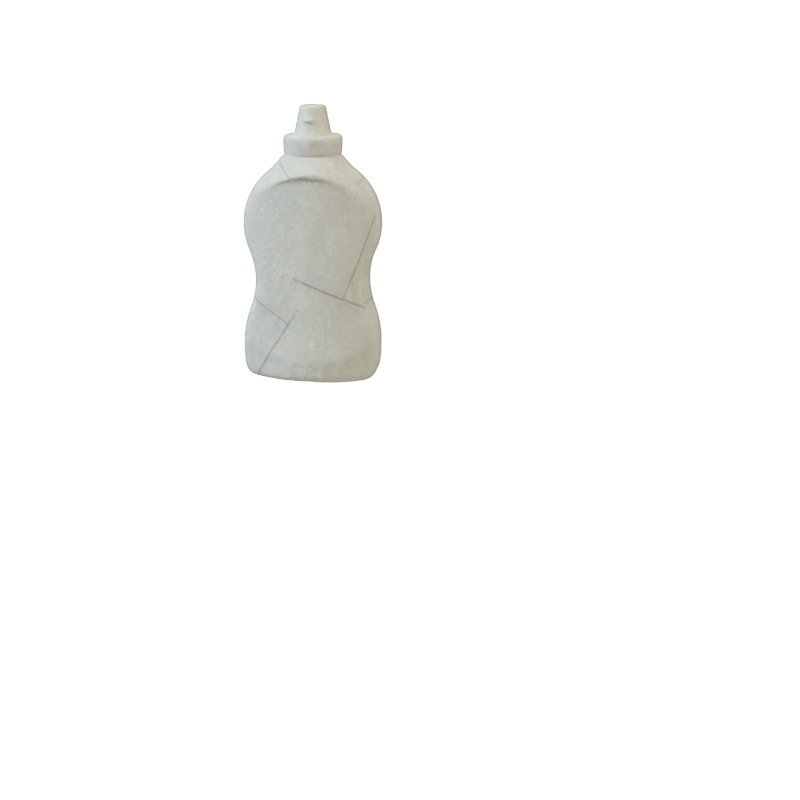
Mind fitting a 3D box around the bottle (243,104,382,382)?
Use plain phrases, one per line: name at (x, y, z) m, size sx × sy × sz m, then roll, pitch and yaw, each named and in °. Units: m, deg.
bottle at (-0.061, -0.111, 0.779) m, size 0.098 × 0.186 × 0.059 m, roll 3°, pitch 13°, yaw 10°
